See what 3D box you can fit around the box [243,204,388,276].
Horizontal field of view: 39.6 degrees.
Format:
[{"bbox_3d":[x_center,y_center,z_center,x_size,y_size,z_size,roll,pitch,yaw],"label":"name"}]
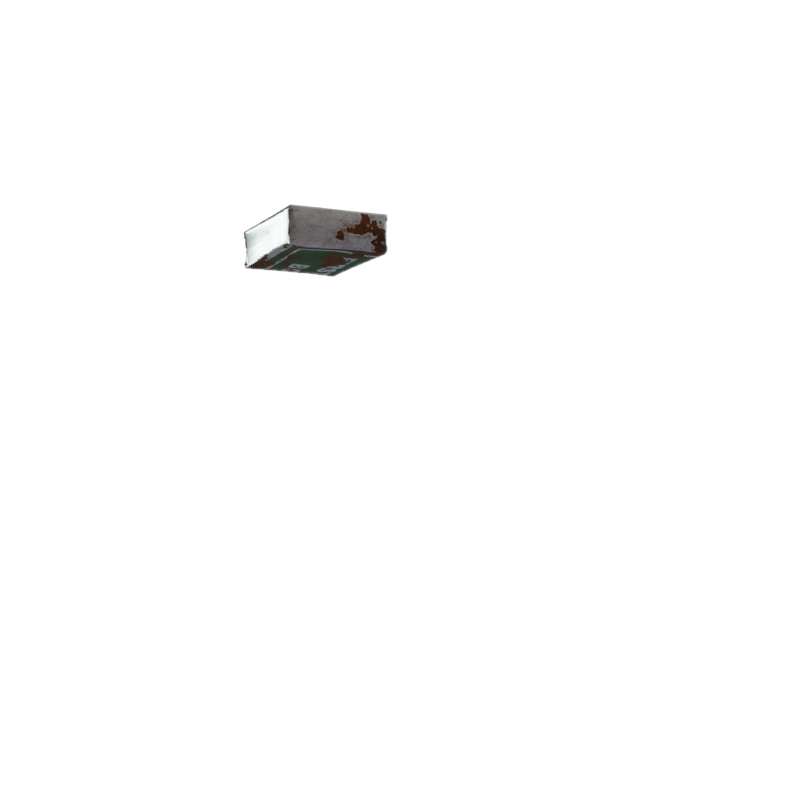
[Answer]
[{"bbox_3d":[-0.075,-0.136,0.955,0.087,0.040,0.114,4,-8,-26],"label":"box"}]
